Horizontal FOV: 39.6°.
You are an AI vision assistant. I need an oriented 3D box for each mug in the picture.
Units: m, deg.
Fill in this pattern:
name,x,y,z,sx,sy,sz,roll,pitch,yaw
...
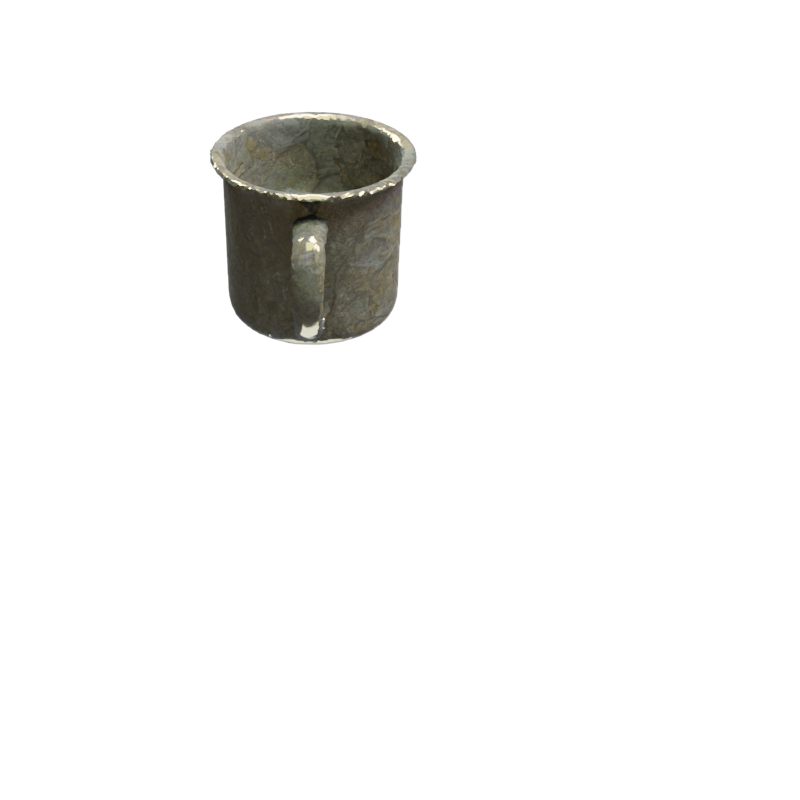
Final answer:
name,x,y,z,sx,sy,sz,roll,pitch,yaw
mug,-0.040,-0.073,0.509,0.093,0.076,0.125,-1,34,-3
